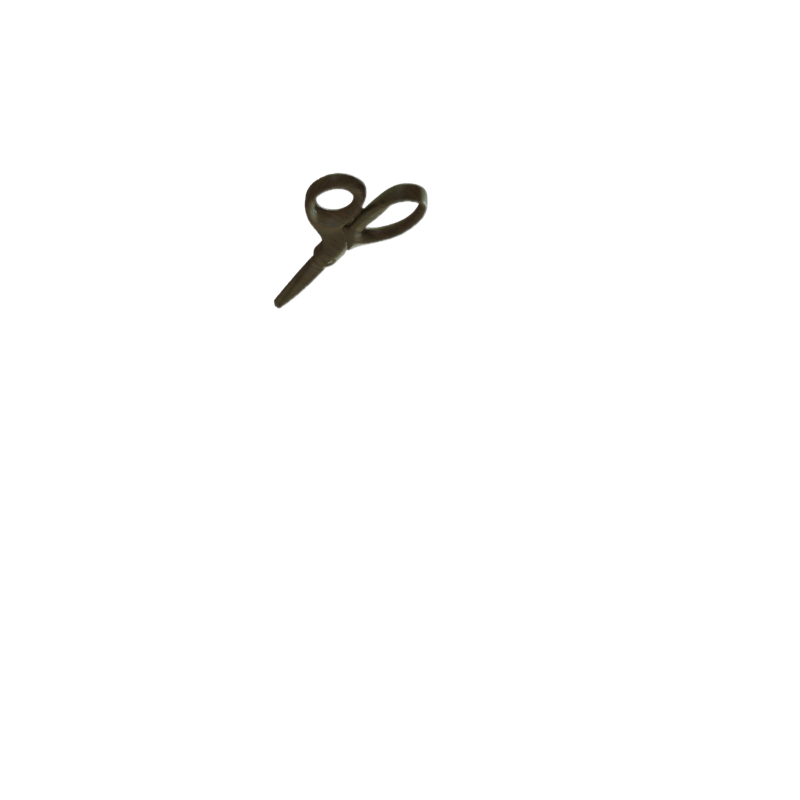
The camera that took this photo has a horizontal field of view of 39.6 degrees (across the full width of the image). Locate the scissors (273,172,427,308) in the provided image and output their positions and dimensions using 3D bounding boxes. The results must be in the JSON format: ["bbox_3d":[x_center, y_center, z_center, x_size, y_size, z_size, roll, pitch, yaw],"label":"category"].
[{"bbox_3d":[-0.066,-0.120,0.843,0.090,0.017,0.202,22,-33,-39],"label":"scissors"}]
